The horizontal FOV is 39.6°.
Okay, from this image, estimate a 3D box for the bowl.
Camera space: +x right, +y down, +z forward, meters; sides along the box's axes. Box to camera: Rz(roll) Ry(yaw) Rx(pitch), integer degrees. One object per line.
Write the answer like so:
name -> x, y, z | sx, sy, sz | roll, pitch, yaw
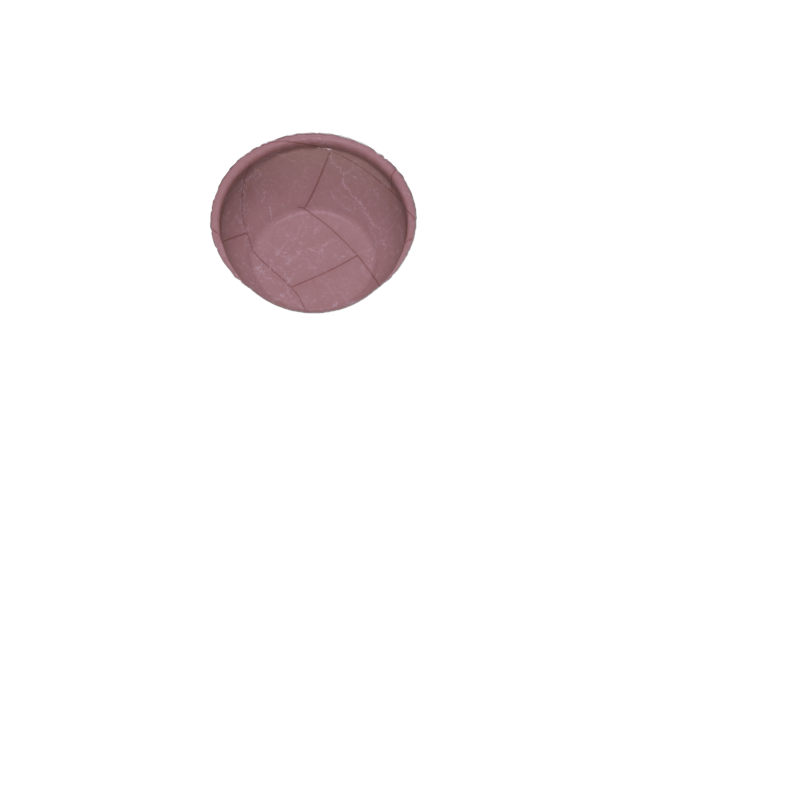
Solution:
bowl -> -0.066, -0.121, 0.847 | 0.162, 0.152, 0.059 | 1, 36, -1
